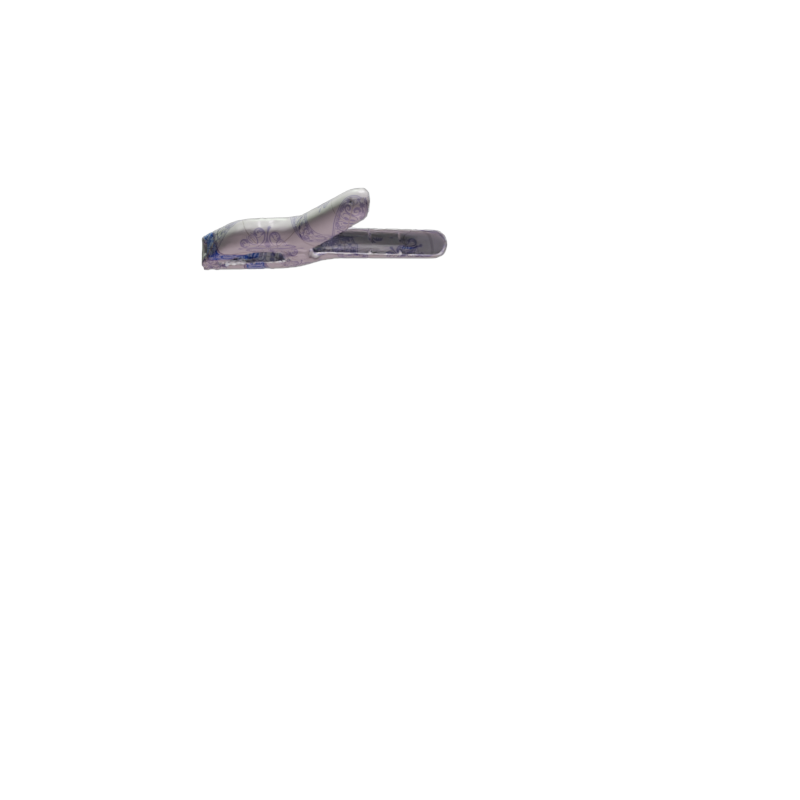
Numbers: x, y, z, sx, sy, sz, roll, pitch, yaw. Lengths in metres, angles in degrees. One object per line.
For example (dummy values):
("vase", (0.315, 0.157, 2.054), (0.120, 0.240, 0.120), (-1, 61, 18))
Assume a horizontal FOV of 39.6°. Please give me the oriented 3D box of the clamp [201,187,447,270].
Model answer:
("clamp", (-0.074, -0.135, 0.947), (0.215, 0.037, 0.156), (-5, -9, 33))
